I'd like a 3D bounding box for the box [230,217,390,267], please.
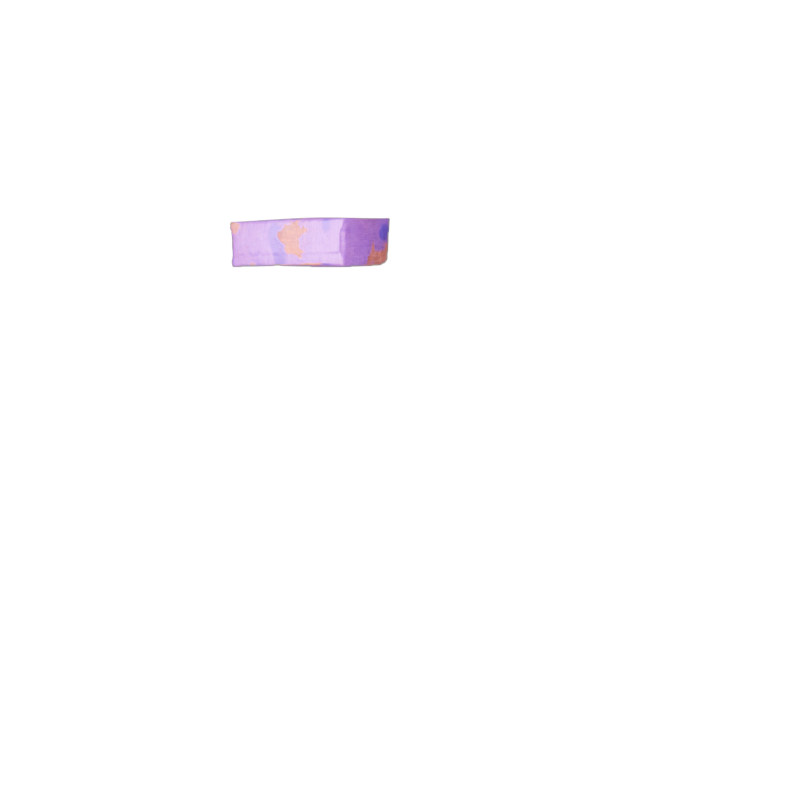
[{"bbox_3d":[-0.066,-0.121,0.847,0.092,0.039,0.111,2,7,19],"label":"box"}]
